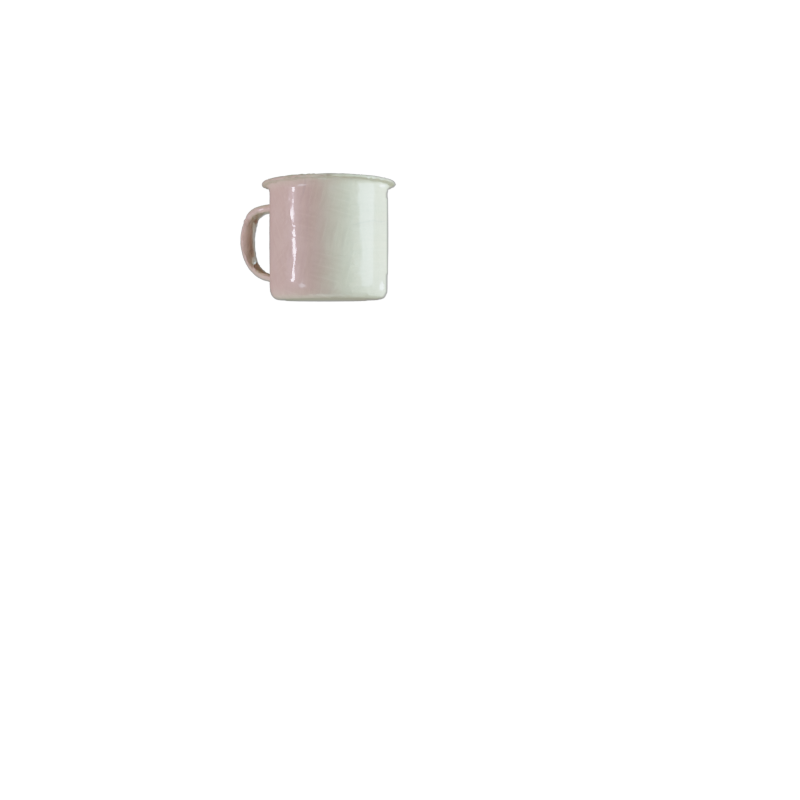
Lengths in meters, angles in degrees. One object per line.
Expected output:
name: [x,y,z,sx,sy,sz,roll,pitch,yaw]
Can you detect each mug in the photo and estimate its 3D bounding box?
mug: [-0.060,-0.110,0.770,0.121,0.082,0.090,0,0,25]
